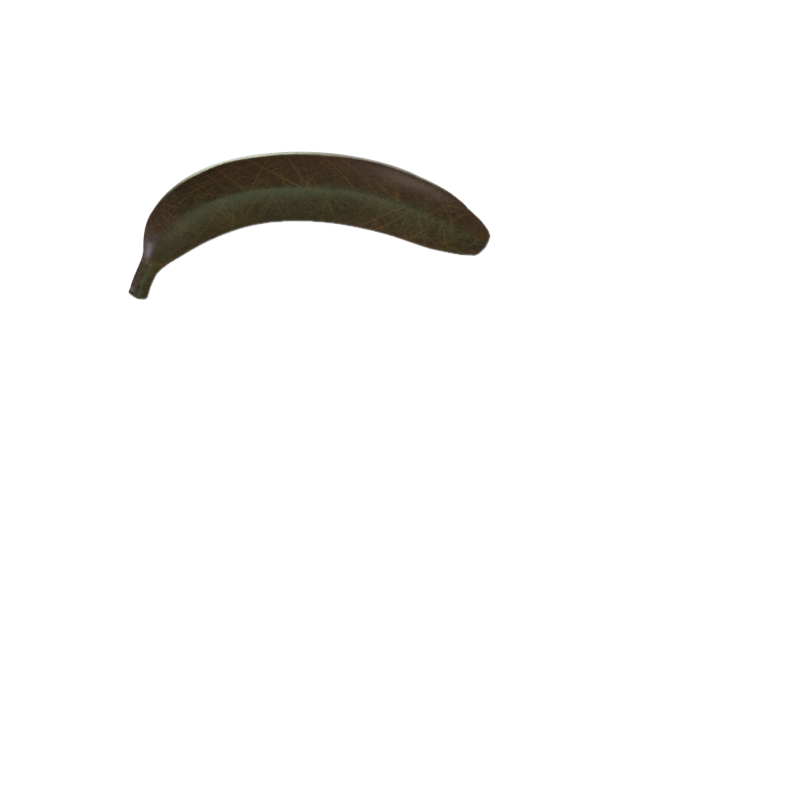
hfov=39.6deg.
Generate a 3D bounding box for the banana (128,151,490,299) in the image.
[{"bbox_3d":[-0.053,-0.101,0.596,0.198,0.065,0.039,-6,29,3],"label":"banana"}]
